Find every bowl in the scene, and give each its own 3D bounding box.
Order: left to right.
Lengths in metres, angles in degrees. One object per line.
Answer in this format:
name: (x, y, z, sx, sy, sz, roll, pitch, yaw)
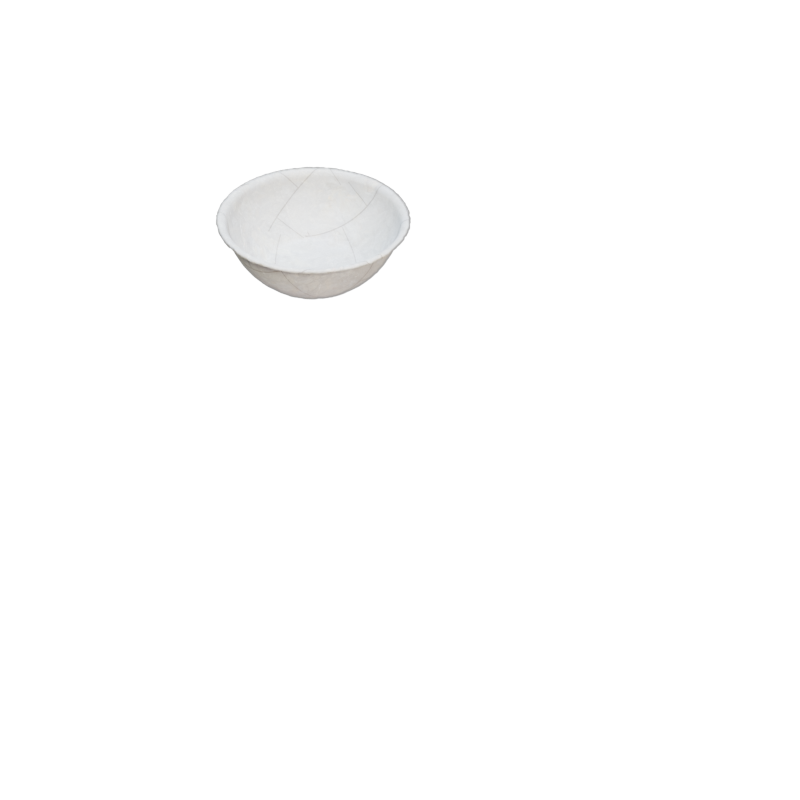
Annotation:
bowl: (-0.073, -0.134, 0.936, 0.162, 0.051, 0.174, -1, 39, -2)
